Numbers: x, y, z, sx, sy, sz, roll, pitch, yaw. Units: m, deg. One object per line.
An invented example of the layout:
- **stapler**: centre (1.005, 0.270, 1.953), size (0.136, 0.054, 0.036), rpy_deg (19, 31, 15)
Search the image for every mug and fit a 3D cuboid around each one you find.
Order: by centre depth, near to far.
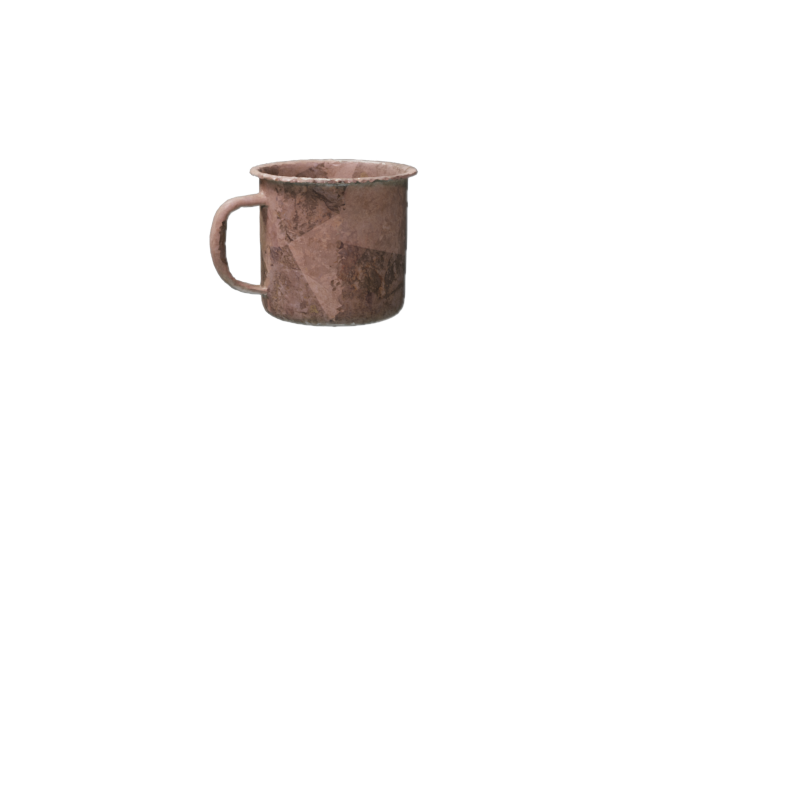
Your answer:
- **mug**: centre (-0.048, -0.088, 0.615), size (0.114, 0.079, 0.098), rpy_deg (-7, 17, -23)
